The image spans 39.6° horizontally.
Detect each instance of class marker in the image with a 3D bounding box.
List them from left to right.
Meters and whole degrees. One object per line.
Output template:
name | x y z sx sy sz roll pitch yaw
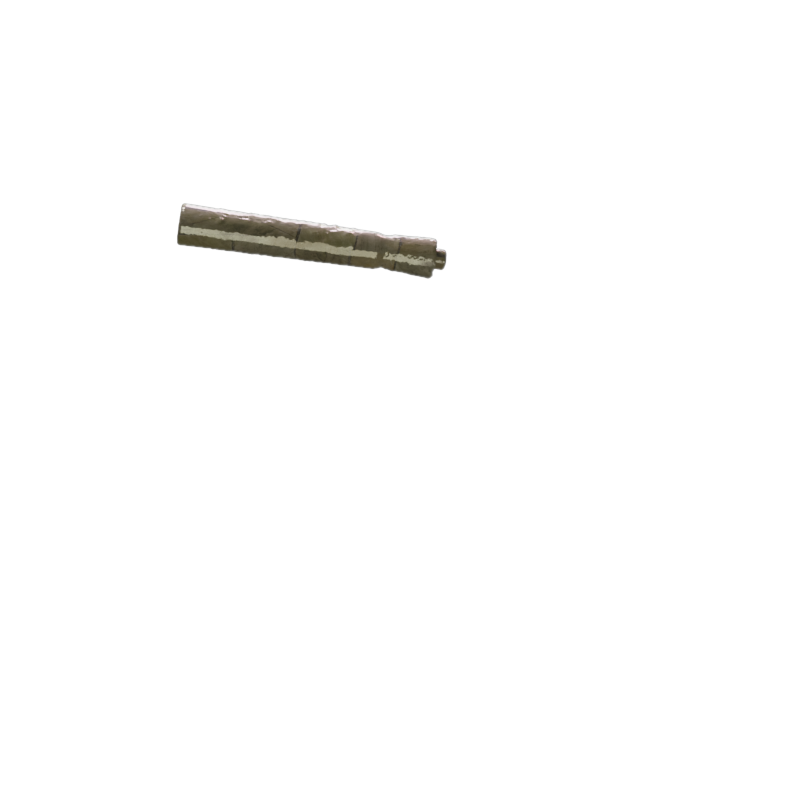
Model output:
marker | -0.039 -0.071 0.499 0.120 0.020 0.020 7 3 -5
